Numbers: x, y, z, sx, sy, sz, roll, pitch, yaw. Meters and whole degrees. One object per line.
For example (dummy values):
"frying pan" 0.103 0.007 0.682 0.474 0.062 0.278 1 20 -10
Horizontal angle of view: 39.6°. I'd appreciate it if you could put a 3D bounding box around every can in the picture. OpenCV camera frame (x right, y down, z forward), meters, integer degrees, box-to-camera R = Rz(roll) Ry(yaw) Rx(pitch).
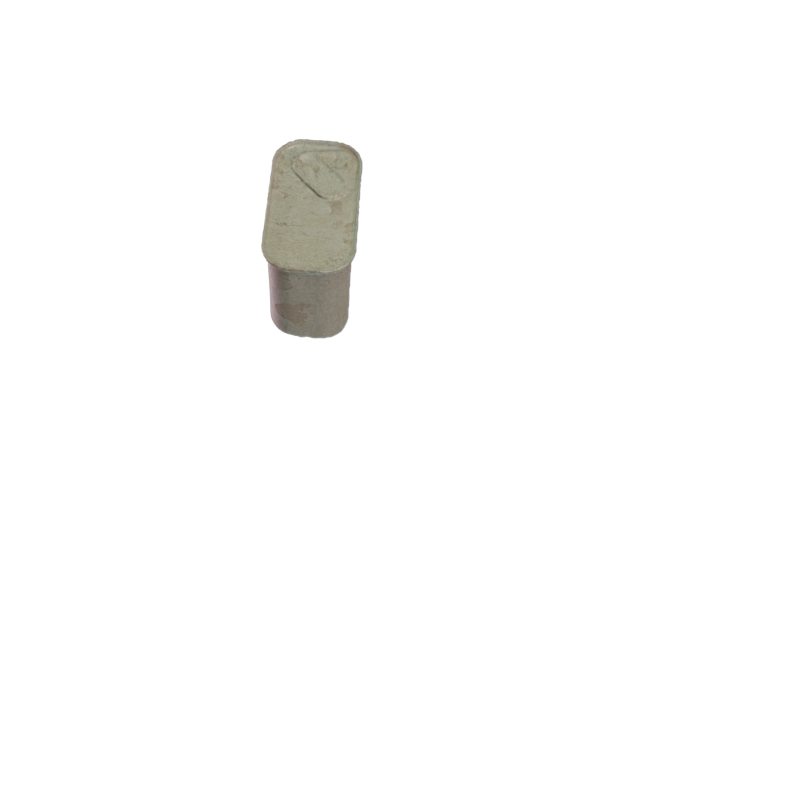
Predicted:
"can" -0.056 -0.102 0.714 0.057 0.108 0.079 3 -32 -1
